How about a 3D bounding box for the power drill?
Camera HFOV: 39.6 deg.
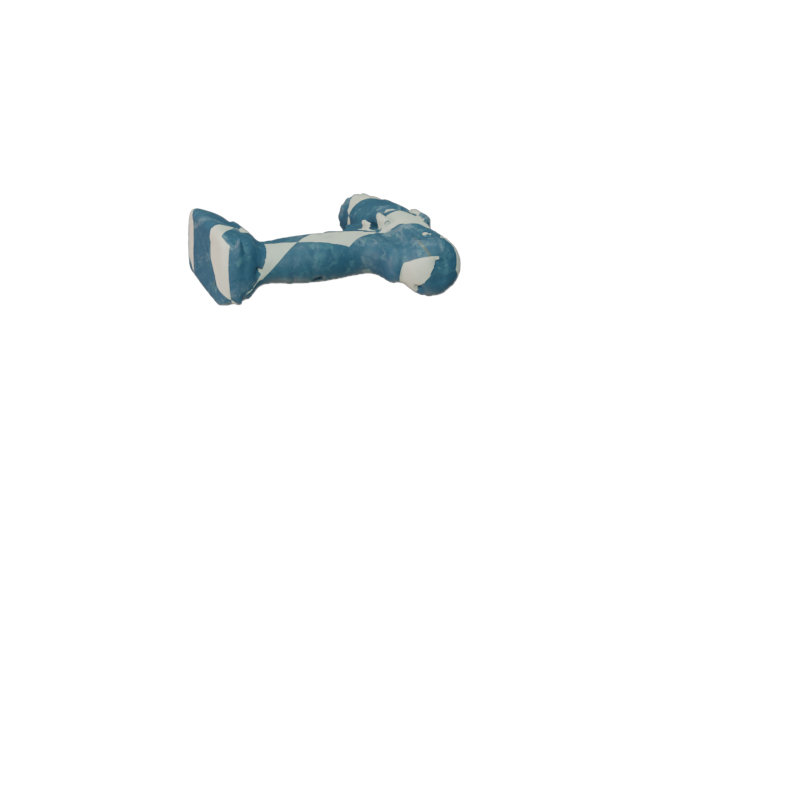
[{"bbox_3d":[-0.068,-0.125,0.873,0.184,0.055,0.196,-8,23,-19],"label":"power drill"}]
